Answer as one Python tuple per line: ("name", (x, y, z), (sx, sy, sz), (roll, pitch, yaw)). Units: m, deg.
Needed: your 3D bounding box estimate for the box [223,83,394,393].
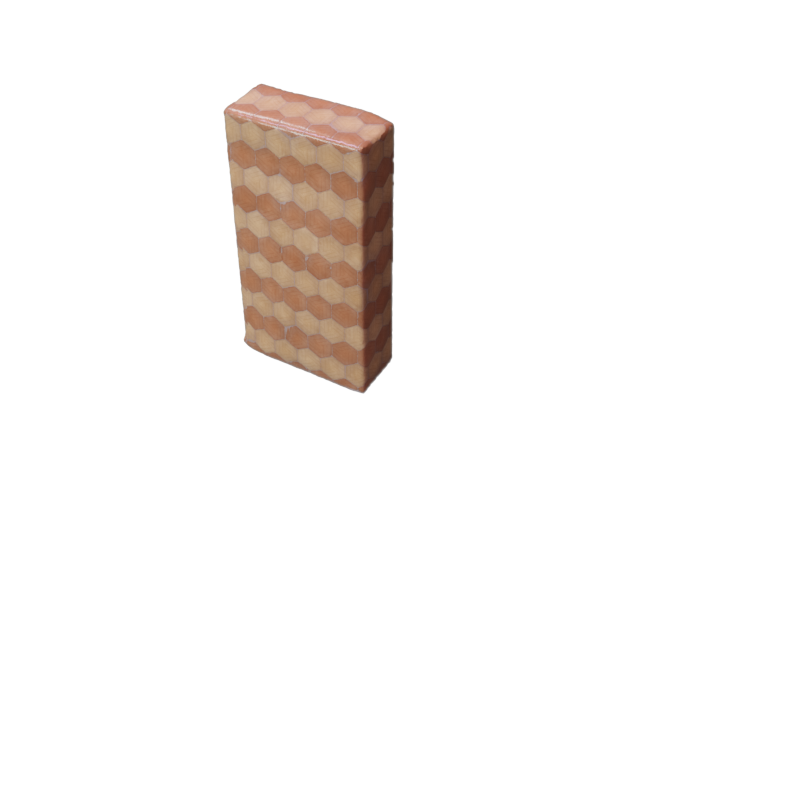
("box", (-0.052, -0.095, 0.664), (0.098, 0.165, 0.049), (22, 41, 24))
